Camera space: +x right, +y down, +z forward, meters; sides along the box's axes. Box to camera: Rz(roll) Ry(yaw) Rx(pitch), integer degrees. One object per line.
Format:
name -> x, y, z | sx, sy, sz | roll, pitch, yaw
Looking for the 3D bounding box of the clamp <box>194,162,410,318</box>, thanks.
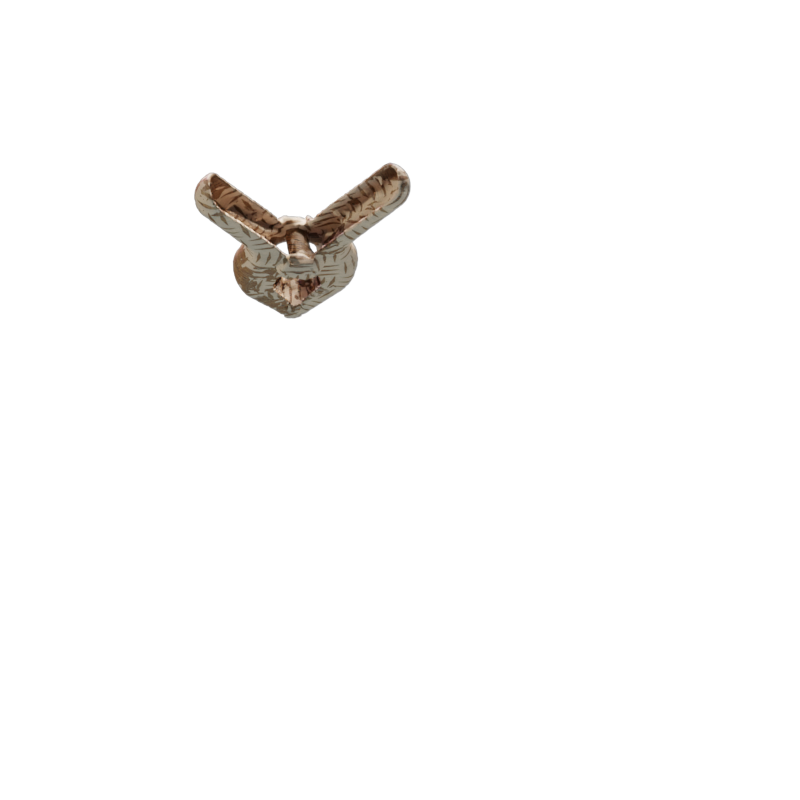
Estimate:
clamp -> -0.053, -0.097, 0.679 | 0.121, 0.041, 0.163 | -1, -17, 2
